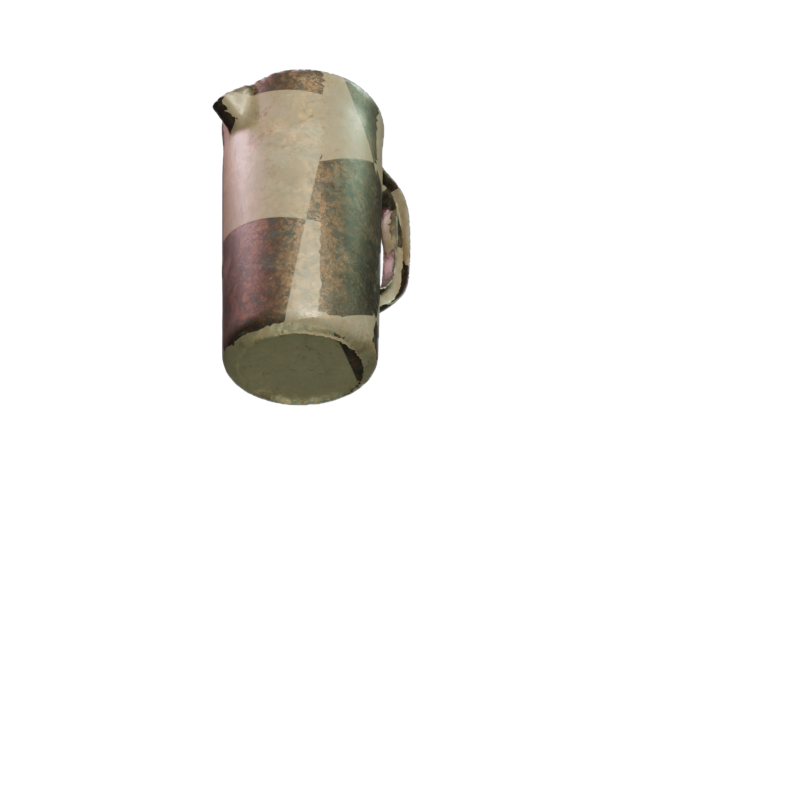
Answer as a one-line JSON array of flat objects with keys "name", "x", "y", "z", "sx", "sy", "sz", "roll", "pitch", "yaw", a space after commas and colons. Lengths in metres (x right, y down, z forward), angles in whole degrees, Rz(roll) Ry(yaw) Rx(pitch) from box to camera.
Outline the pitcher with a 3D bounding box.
[{"name": "pitcher", "x": -0.066, "y": -0.120, "z": 0.839, "sx": 0.150, "sy": 0.260, "sz": 0.134, "roll": -4, "pitch": -37, "yaw": 2}]
